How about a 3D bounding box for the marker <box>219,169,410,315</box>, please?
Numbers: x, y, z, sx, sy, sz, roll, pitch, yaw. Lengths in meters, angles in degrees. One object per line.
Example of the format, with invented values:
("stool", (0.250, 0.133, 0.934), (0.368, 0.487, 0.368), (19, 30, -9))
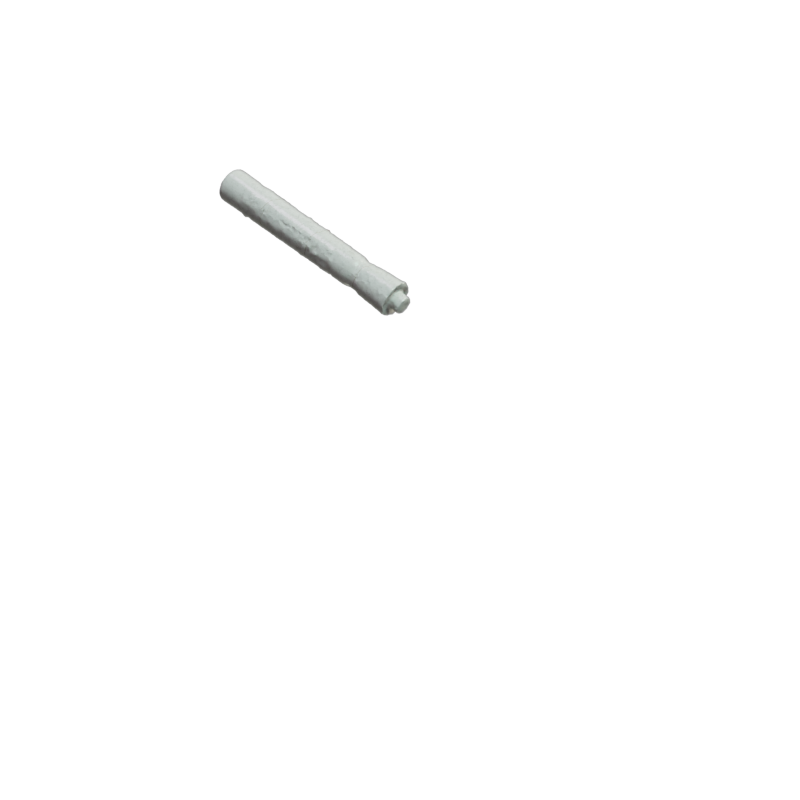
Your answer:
("marker", (-0.043, -0.079, 0.551), (0.129, 0.019, 0.019), (37, 22, 28))
